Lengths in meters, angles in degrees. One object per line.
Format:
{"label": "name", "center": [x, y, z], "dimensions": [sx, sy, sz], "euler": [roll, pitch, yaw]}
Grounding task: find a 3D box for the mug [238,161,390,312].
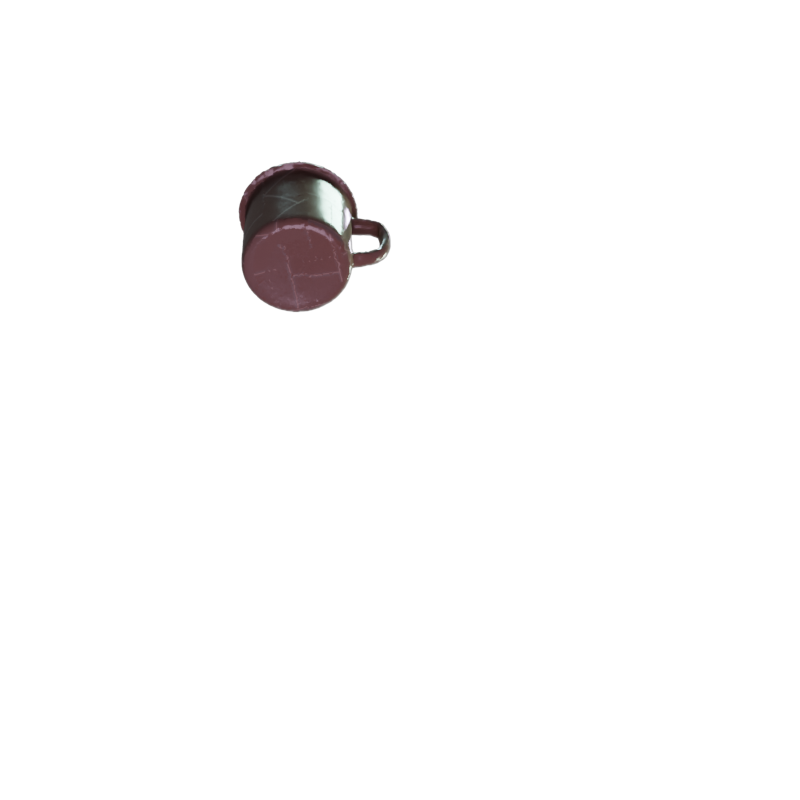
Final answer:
{"label": "mug", "center": [-0.065, -0.119, 0.836], "dimensions": [0.116, 0.088, 0.087], "euler": [4, 35, -5]}
